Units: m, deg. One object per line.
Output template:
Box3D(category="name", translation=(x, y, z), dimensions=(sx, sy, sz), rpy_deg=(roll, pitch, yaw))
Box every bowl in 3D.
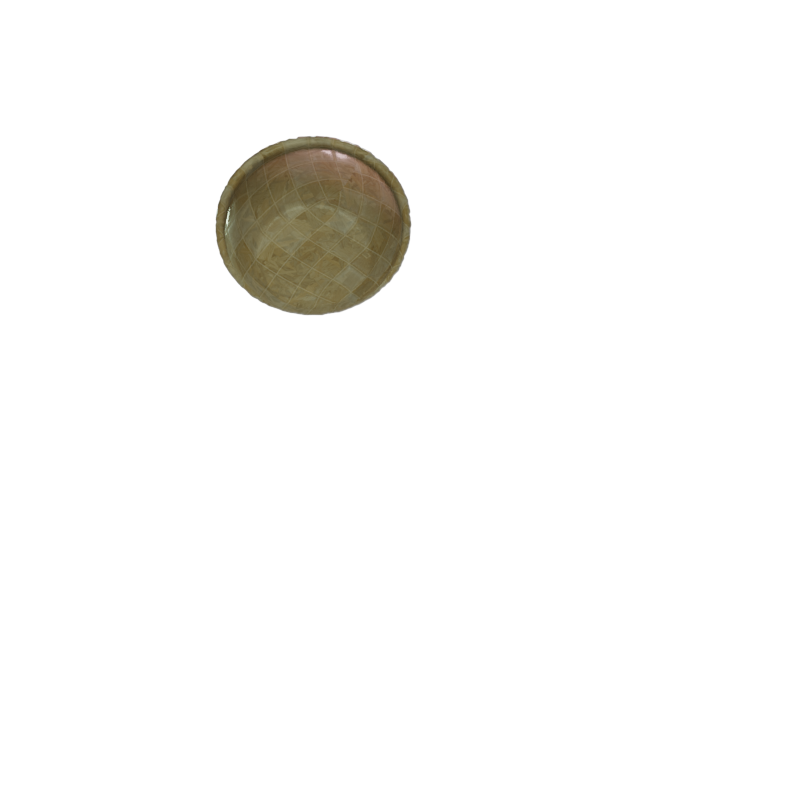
Box3D(category="bowl", translation=(-0.070, -0.127, 0.889), dimensions=(0.162, 0.153, 0.058), rpy_deg=(1, 27, -1))
